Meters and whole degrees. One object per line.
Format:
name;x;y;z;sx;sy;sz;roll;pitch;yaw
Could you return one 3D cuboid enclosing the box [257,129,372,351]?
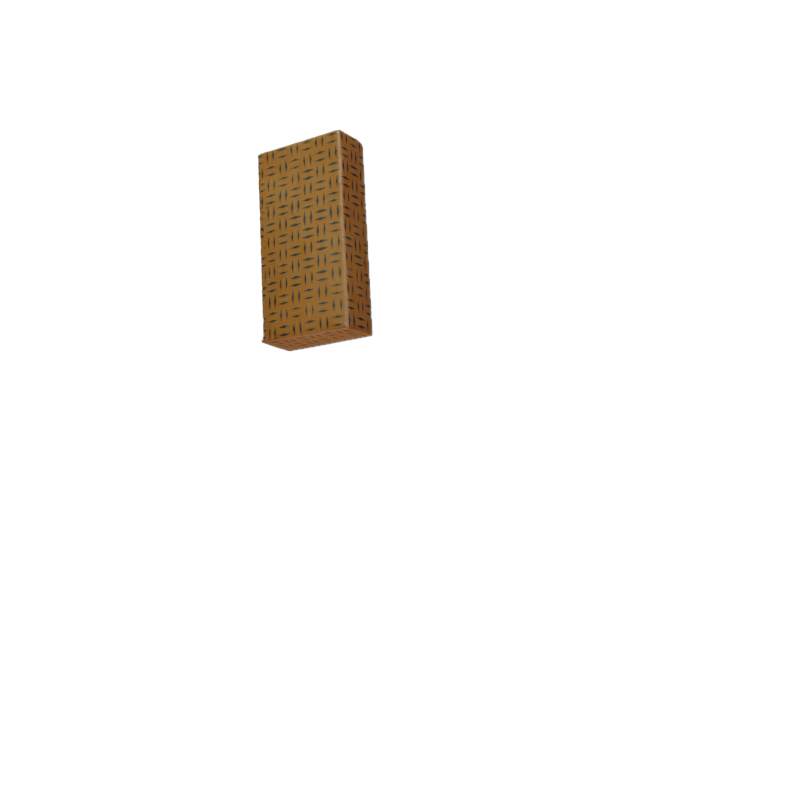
box;-0.075;-0.137;0.961;0.095;0.184;0.045;-12;-21;32
